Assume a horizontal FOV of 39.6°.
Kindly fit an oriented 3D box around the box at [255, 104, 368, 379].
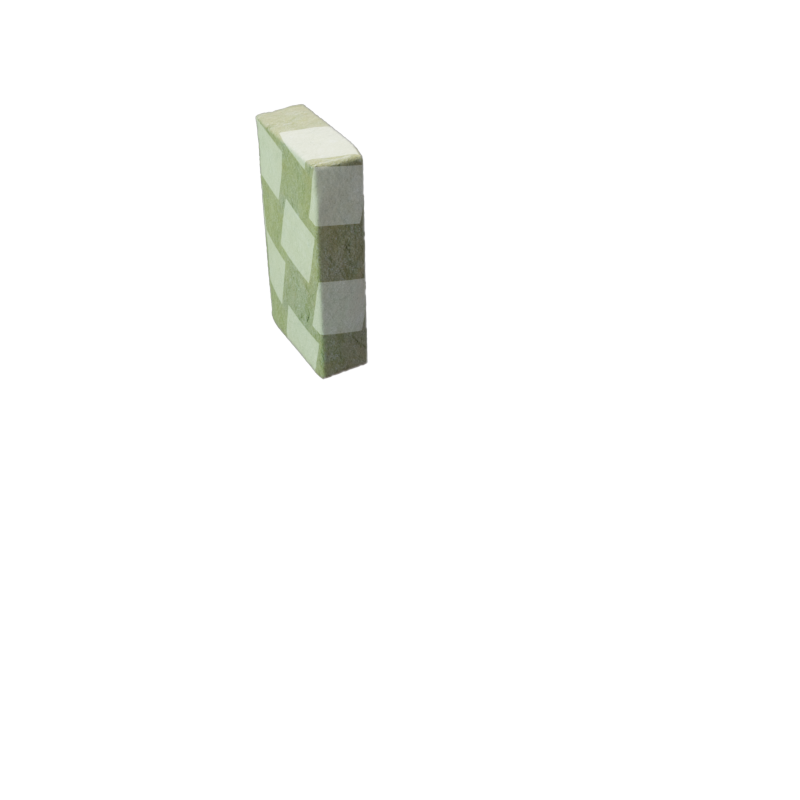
[{"bbox_3d":[-0.062,-0.114,0.797,0.047,0.165,0.101,-15,39,-25],"label":"box"}]
